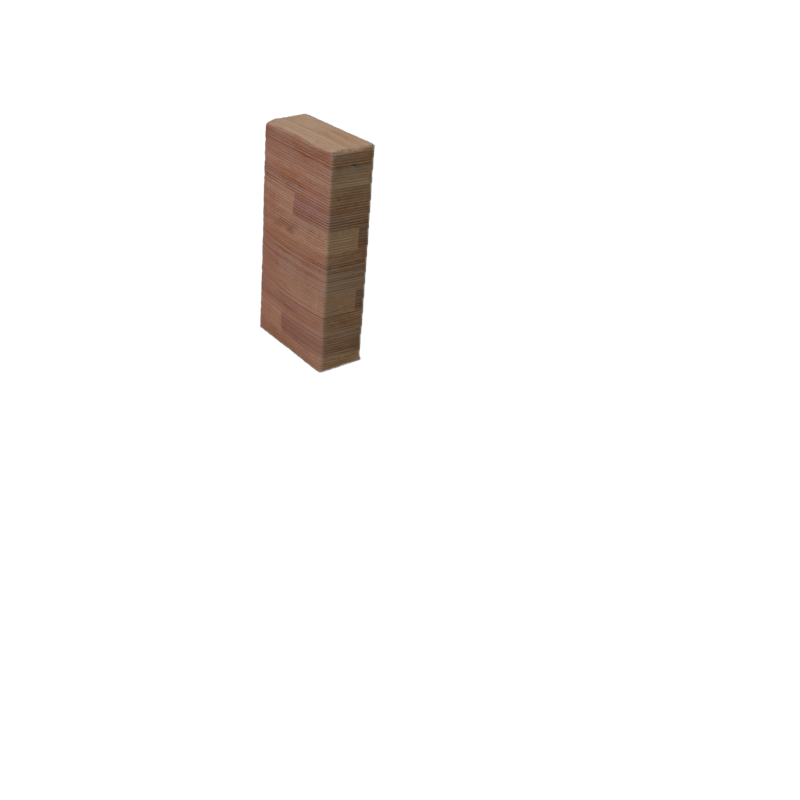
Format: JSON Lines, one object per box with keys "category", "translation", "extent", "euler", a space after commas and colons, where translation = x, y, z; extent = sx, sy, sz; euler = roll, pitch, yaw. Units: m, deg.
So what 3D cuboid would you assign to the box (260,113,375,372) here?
{"category": "box", "translation": [-0.066, -0.120, 0.844], "extent": [0.047, 0.167, 0.100], "euler": [-15, 30, -32]}
